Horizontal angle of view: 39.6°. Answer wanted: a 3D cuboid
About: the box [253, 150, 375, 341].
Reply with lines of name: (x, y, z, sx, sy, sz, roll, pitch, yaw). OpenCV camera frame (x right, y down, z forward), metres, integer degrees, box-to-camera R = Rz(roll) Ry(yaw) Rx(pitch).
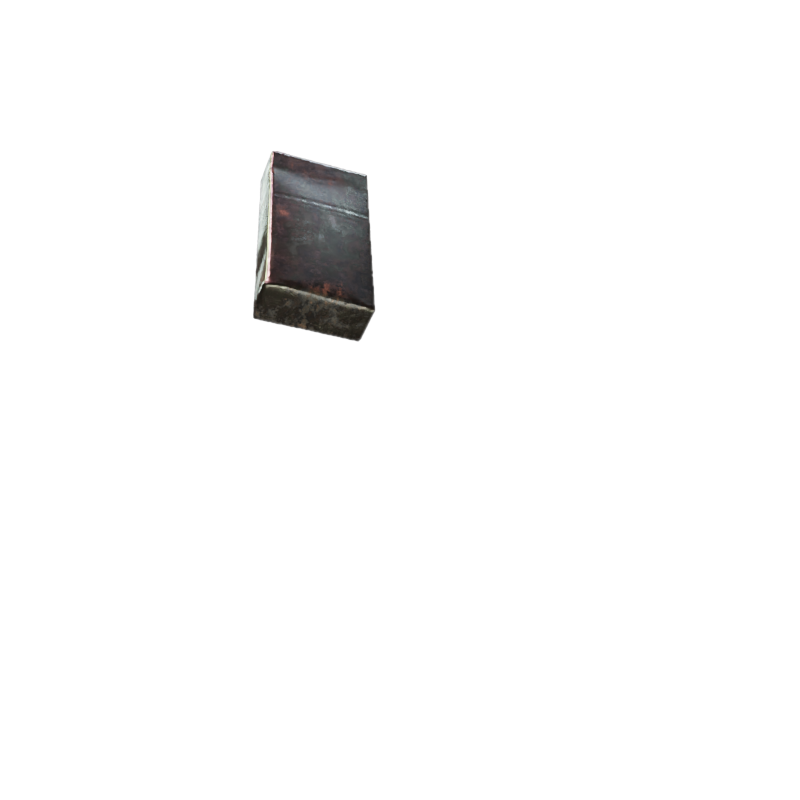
box: (-0.073, -0.134, 0.939, 0.091, 0.046, 0.189, 12, 41, -14)
